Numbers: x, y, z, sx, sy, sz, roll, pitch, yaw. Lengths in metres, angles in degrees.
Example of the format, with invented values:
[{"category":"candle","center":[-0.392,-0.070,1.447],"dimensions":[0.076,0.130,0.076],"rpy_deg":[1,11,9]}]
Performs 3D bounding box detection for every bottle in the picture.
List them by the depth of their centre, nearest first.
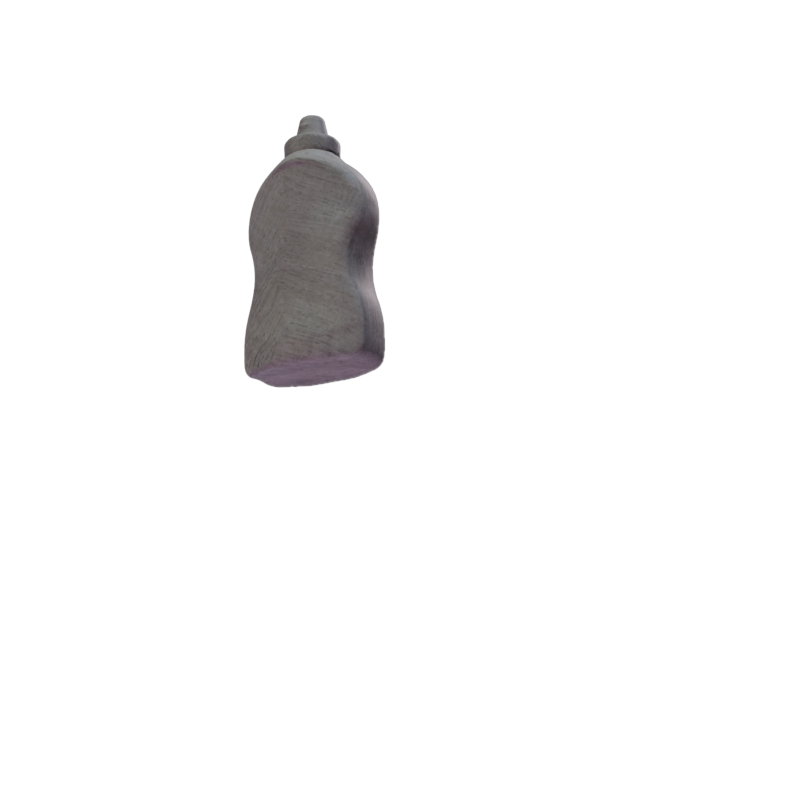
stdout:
[{"category":"bottle","center":[-0.061,-0.110,0.770],"dimensions":[0.098,0.202,0.054],"rpy_deg":[-14,-25,29]}]
